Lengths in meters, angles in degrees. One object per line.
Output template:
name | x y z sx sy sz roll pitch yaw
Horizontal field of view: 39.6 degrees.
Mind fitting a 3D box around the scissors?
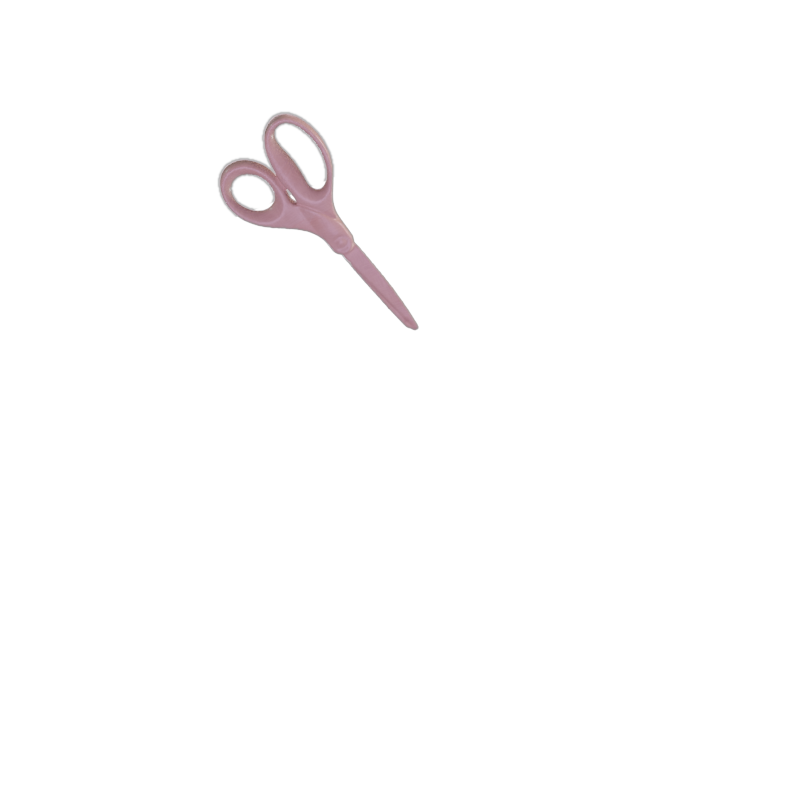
scissors | -0.066 -0.121 0.847 0.096 0.191 0.017 -21 21 8
